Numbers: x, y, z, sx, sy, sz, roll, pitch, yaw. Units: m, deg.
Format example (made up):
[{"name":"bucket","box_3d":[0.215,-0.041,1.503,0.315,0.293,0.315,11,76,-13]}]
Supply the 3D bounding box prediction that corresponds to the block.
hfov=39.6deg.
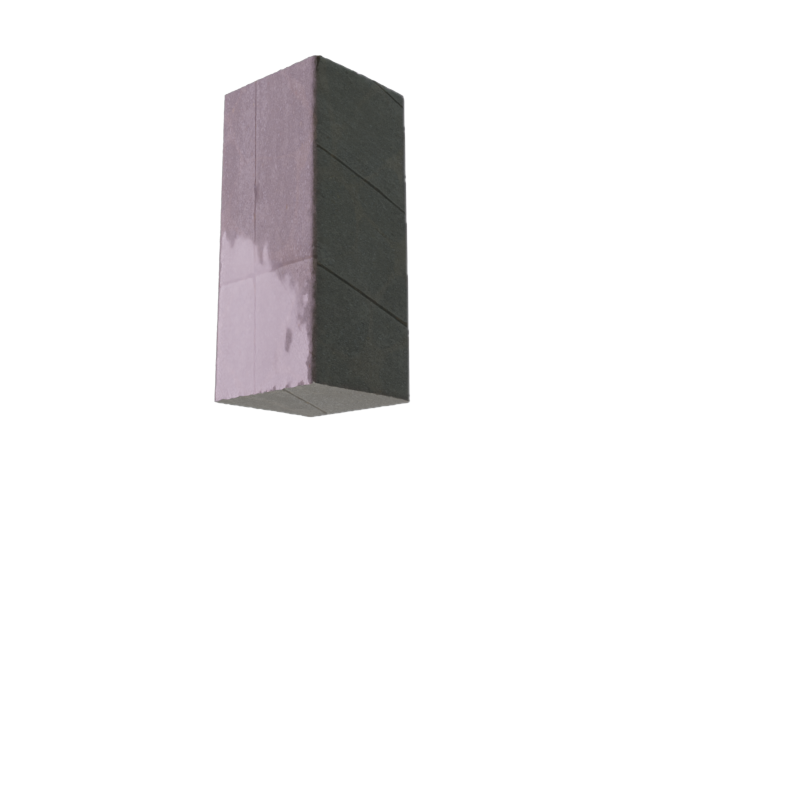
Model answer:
[{"name":"block","box_3d":[-0.055,-0.101,0.711,0.092,0.215,0.085,-15,-21,39]}]
